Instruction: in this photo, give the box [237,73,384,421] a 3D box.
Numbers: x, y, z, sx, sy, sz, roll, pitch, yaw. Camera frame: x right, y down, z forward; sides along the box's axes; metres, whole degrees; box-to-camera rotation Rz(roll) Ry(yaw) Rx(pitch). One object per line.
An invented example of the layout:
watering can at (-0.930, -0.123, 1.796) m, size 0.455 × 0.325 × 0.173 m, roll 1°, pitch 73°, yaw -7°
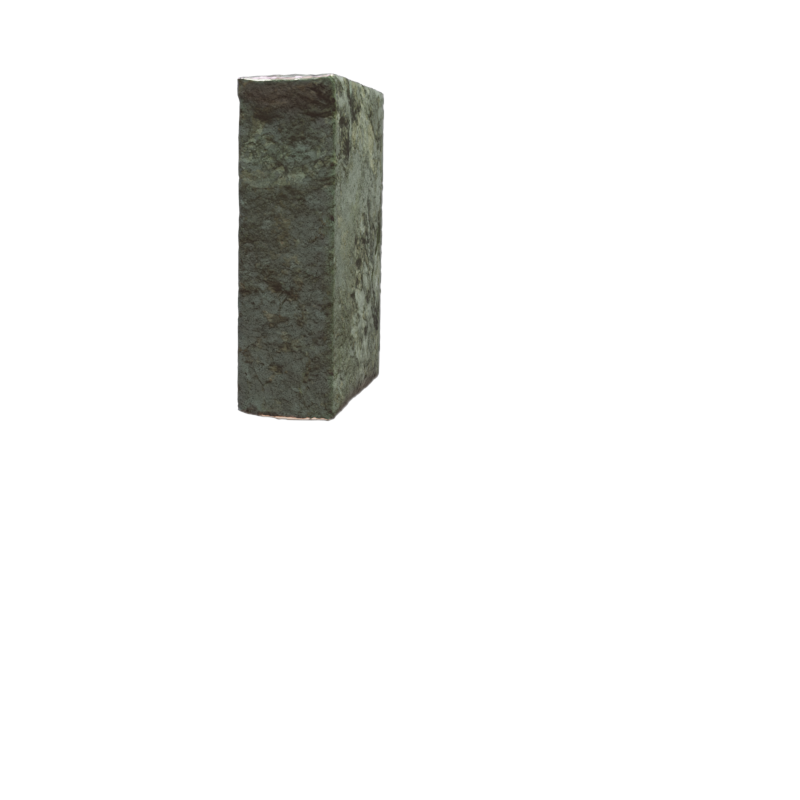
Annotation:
box at (-0.059, -0.108, 0.754) m, size 0.073 × 0.212 × 0.164 m, roll 1°, pitch 6°, yaw 10°
